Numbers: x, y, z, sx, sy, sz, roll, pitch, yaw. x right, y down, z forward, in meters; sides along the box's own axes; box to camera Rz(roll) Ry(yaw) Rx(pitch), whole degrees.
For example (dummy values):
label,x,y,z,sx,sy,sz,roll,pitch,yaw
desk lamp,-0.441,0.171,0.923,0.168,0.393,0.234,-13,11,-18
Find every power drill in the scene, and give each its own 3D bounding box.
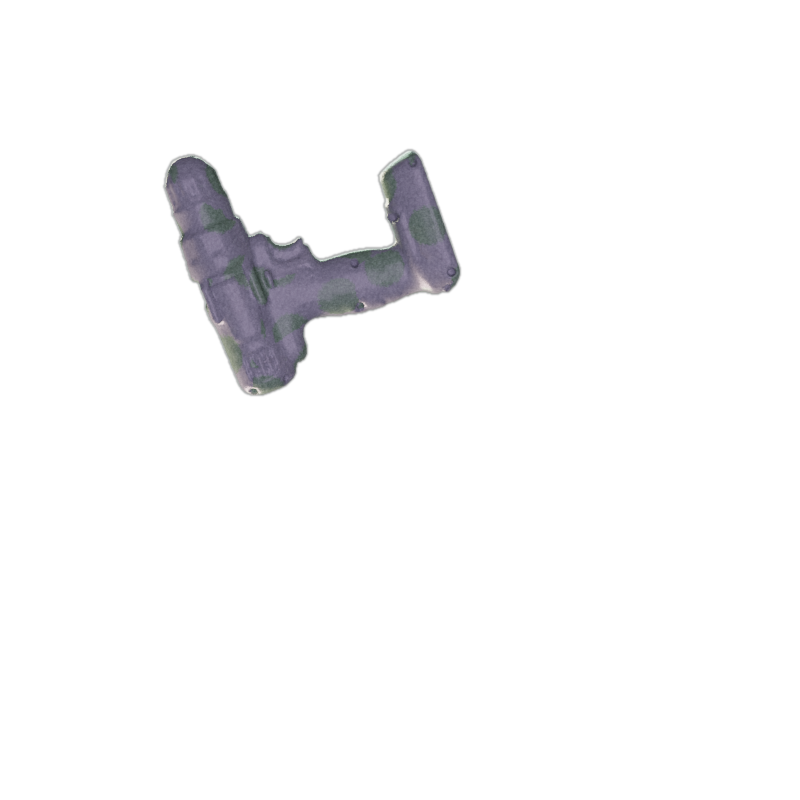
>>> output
label,x,y,z,sx,sy,sz,roll,pitch,yaw
power drill,-0.064,-0.116,0.815,0.188,0.182,0.058,-21,6,2
